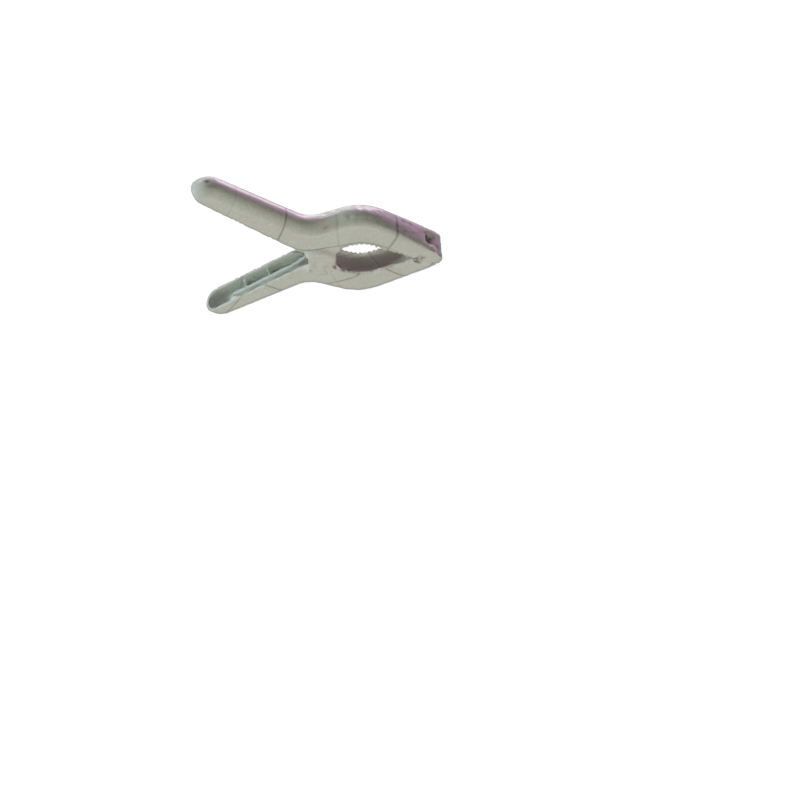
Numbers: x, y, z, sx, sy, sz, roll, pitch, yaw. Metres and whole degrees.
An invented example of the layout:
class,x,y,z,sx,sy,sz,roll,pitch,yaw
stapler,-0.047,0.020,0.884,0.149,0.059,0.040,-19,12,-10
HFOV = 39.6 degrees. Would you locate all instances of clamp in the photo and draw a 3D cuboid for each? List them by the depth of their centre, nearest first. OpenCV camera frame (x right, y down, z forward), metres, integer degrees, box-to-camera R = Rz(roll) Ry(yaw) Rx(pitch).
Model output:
class,x,y,z,sx,sy,sz,roll,pitch,yaw
clamp,-0.072,-0.131,0.919,0.211,0.039,0.153,-3,-33,5
